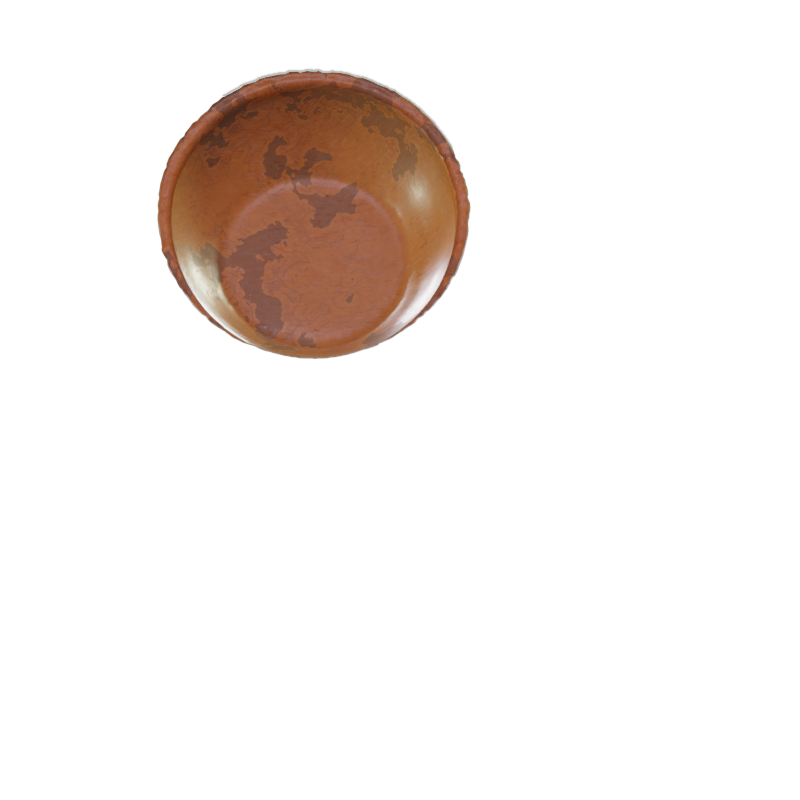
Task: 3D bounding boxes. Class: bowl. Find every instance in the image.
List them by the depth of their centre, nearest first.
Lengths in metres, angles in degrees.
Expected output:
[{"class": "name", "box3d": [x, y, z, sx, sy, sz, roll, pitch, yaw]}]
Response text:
[{"class": "bowl", "box3d": [-0.043, -0.079, 0.552, 0.162, 0.153, 0.058, 1, 26, -1]}]
